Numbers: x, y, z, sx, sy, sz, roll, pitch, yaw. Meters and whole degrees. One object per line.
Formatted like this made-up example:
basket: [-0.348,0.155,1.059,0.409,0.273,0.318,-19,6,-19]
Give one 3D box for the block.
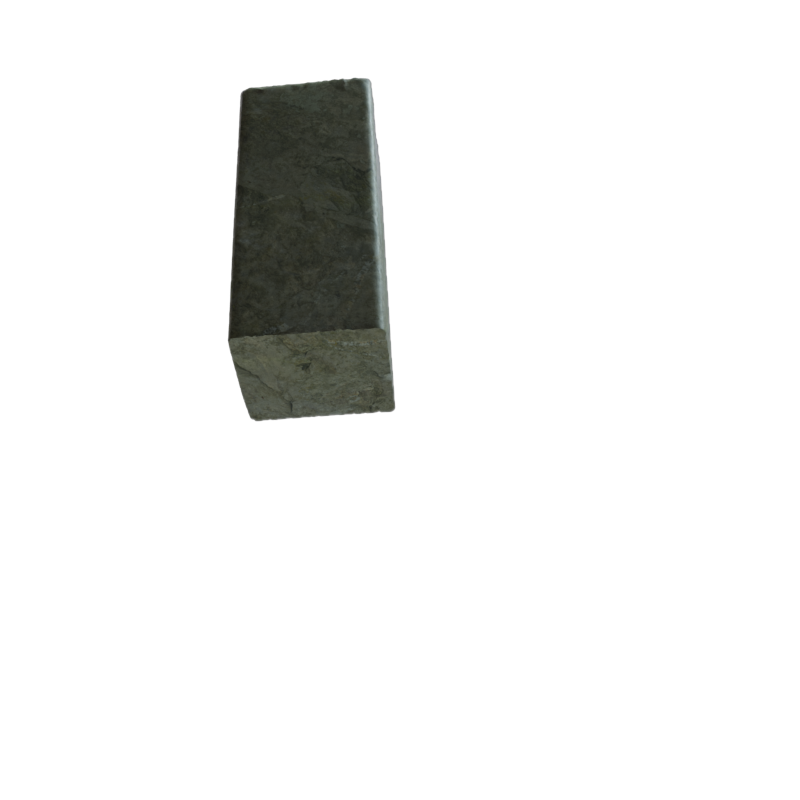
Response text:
block: [-0.056,-0.101,0.707,0.091,0.221,0.084,-5,-37,3]
